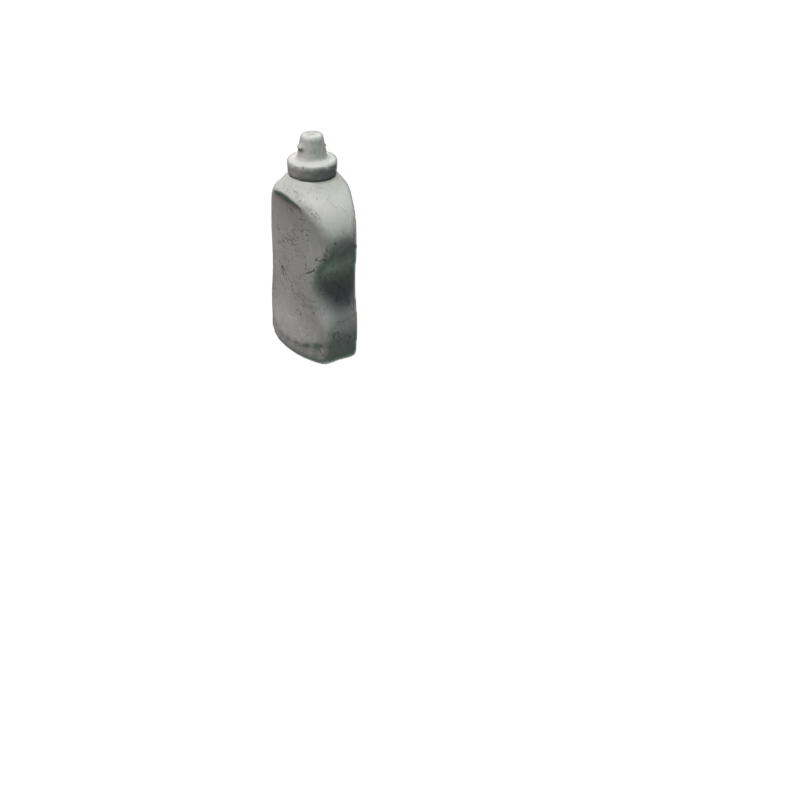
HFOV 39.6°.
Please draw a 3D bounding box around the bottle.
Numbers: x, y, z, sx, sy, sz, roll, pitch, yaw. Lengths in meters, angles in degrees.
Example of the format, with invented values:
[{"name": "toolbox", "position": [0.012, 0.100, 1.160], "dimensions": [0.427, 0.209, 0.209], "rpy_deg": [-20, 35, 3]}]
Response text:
[{"name": "bottle", "position": [-0.073, -0.133, 0.930], "dimensions": [0.057, 0.181, 0.103], "rpy_deg": [-14, 31, -28]}]
